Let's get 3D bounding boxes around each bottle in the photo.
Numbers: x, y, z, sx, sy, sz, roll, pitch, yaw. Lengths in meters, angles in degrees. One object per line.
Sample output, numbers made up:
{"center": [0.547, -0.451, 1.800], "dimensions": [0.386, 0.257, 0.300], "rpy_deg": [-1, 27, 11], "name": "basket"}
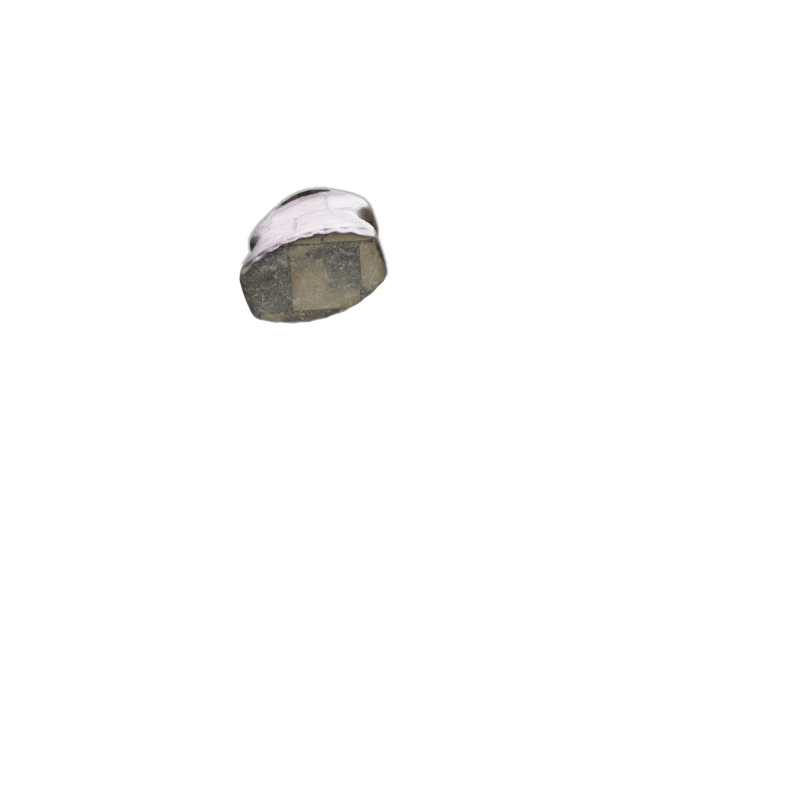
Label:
{"center": [-0.063, -0.115, 0.810], "dimensions": [0.096, 0.056, 0.200], "rpy_deg": [-19, 22, 4], "name": "bottle"}
